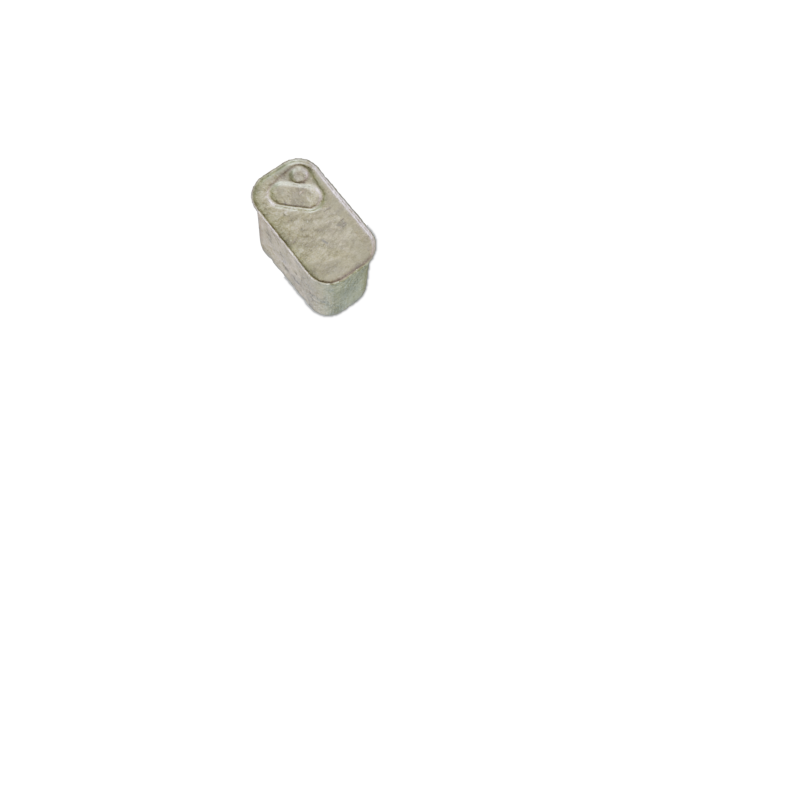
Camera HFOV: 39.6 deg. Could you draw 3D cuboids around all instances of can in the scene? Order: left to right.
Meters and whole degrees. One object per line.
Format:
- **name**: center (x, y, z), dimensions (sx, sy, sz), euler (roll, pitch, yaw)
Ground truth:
- **can**: center (-0.066, -0.120, 0.841), dimensions (0.058, 0.106, 0.080), euler (-35, -15, -13)
